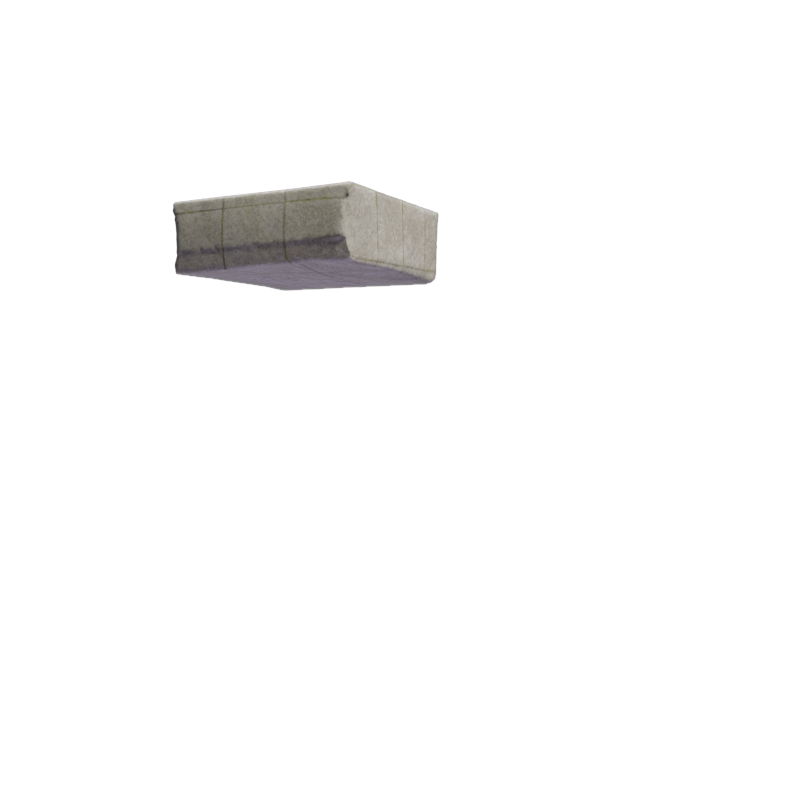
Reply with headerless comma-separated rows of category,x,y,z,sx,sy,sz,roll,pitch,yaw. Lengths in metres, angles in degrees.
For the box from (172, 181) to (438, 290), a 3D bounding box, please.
box,-0.041,-0.076,0.530,0.092,0.039,0.109,-1,-2,24
